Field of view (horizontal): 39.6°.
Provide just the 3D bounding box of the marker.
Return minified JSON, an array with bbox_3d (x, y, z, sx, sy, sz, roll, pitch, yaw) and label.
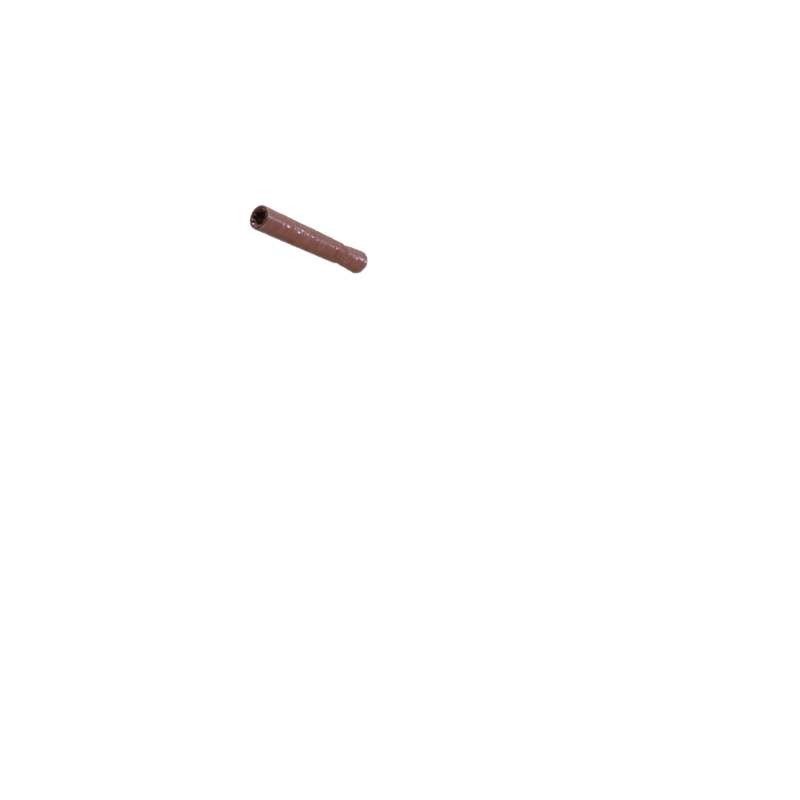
[{"bbox_3d":[-0.066,-0.120,0.841,0.021,0.020,0.114,4,-10,42],"label":"marker"}]
